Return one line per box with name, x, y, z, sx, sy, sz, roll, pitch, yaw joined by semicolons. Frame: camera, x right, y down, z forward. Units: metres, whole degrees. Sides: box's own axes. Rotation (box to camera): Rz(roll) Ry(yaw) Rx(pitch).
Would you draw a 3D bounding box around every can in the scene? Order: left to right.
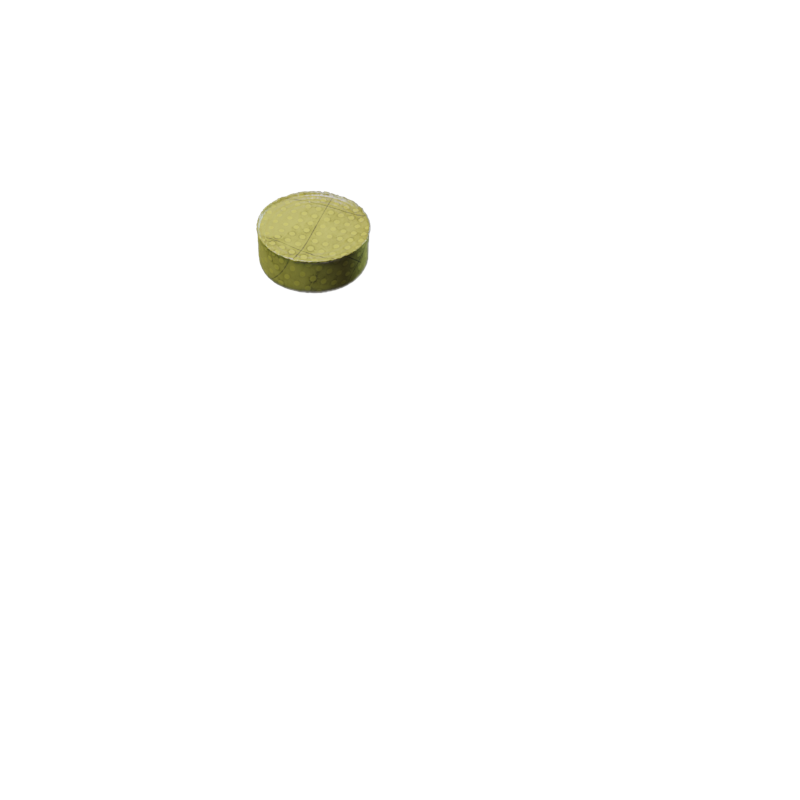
can;-0.066;-0.120;0.841;0.086;0.031;0.092;-1;43;-2
